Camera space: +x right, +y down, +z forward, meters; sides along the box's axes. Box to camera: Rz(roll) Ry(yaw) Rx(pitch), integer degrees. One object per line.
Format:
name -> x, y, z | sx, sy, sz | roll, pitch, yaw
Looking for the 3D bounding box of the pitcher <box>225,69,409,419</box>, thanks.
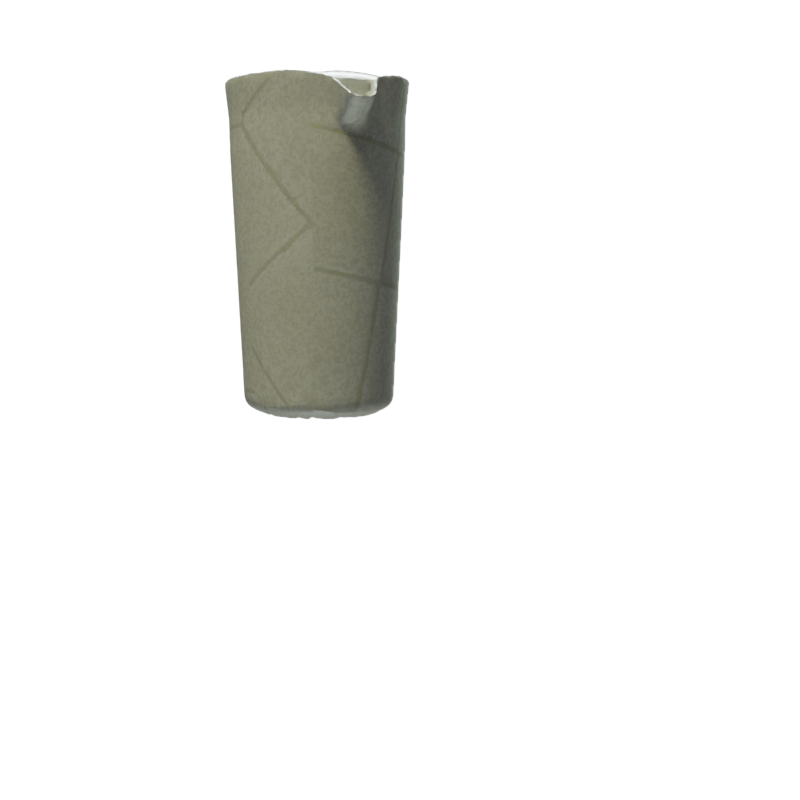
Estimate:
pitcher -> -0.064, -0.116, 0.812 | 0.149, 0.243, 0.146 | 1, 2, 20
